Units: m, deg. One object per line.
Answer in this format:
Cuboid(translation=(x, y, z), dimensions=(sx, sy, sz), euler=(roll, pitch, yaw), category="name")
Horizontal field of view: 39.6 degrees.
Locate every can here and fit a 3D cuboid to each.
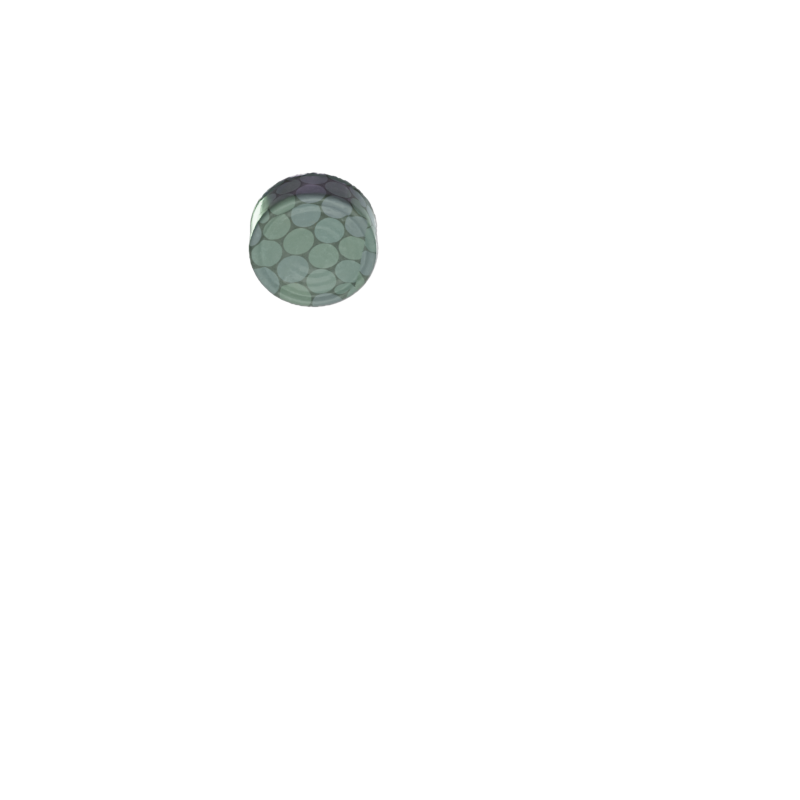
Cuboid(translation=(-0.057, -0.104, 0.732), dimensions=(0.086, 0.081, 0.036), euler=(1, 32, -1), category="can")
